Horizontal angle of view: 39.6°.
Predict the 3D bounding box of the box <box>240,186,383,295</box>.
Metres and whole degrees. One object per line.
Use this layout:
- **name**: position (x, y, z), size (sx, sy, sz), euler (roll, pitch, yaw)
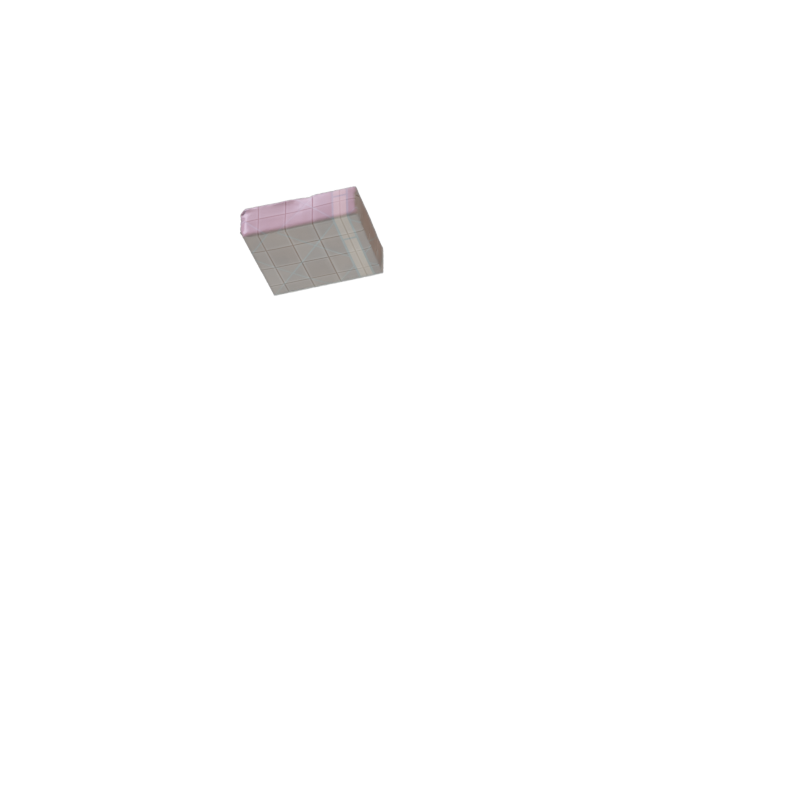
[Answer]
- **box**: position (-0.064, -0.116, 0.812), size (0.090, 0.032, 0.067), euler (-10, -36, 13)
